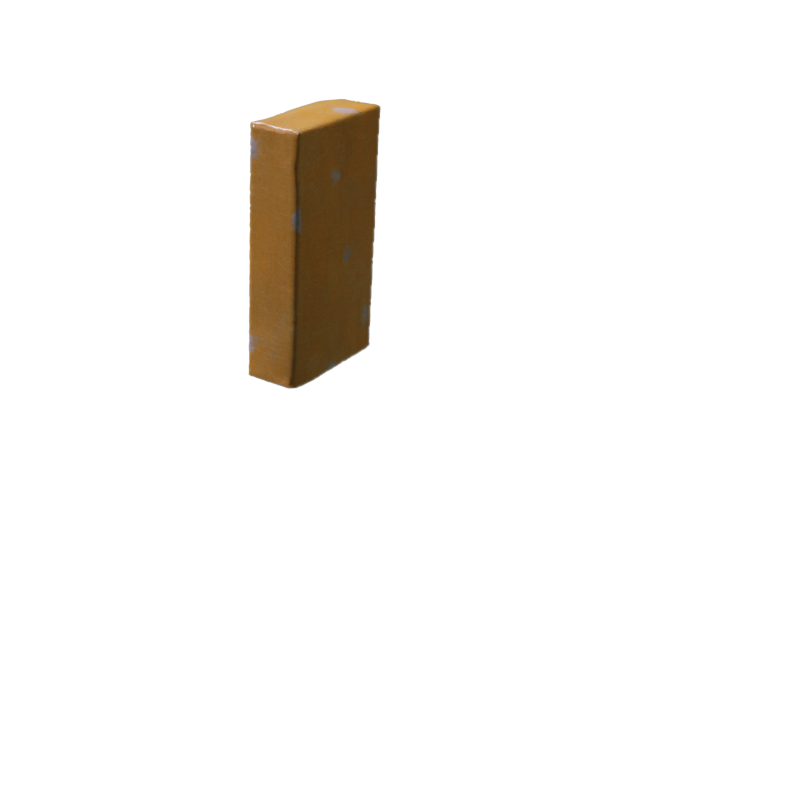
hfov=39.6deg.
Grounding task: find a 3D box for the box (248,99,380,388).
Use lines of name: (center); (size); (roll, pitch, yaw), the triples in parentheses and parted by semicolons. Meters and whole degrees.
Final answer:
box: (-0.057, -0.105, 0.732); (0.050, 0.168, 0.093); (14, 25, 30)
